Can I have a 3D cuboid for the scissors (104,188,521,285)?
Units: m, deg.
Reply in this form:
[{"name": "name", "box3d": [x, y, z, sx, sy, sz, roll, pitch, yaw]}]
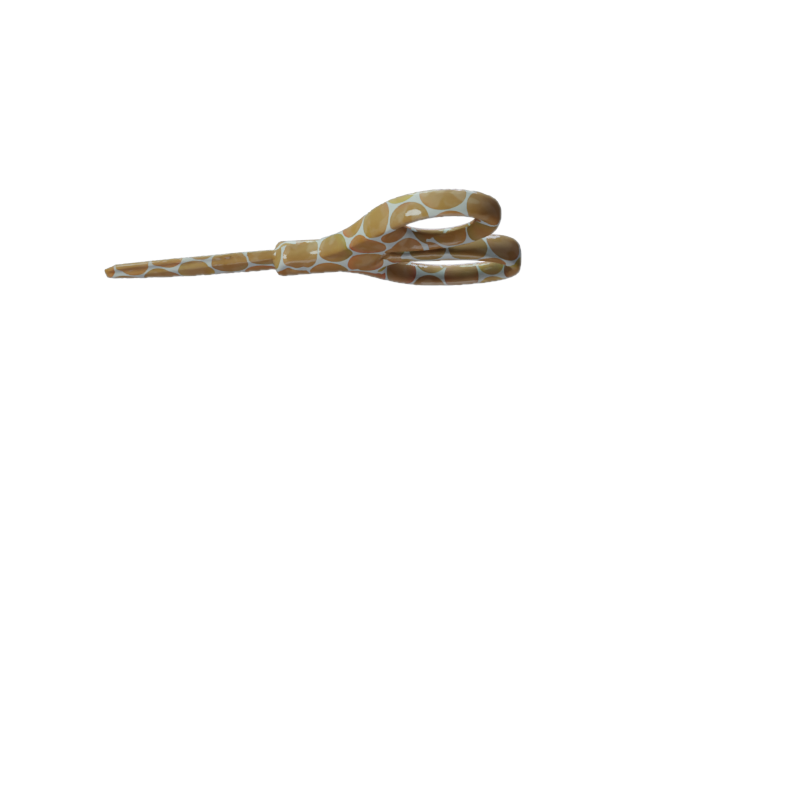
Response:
[{"name": "scissors", "box3d": [-0.040, -0.073, 0.515, 0.201, 0.016, 0.092, 1, -17, -4]}]
